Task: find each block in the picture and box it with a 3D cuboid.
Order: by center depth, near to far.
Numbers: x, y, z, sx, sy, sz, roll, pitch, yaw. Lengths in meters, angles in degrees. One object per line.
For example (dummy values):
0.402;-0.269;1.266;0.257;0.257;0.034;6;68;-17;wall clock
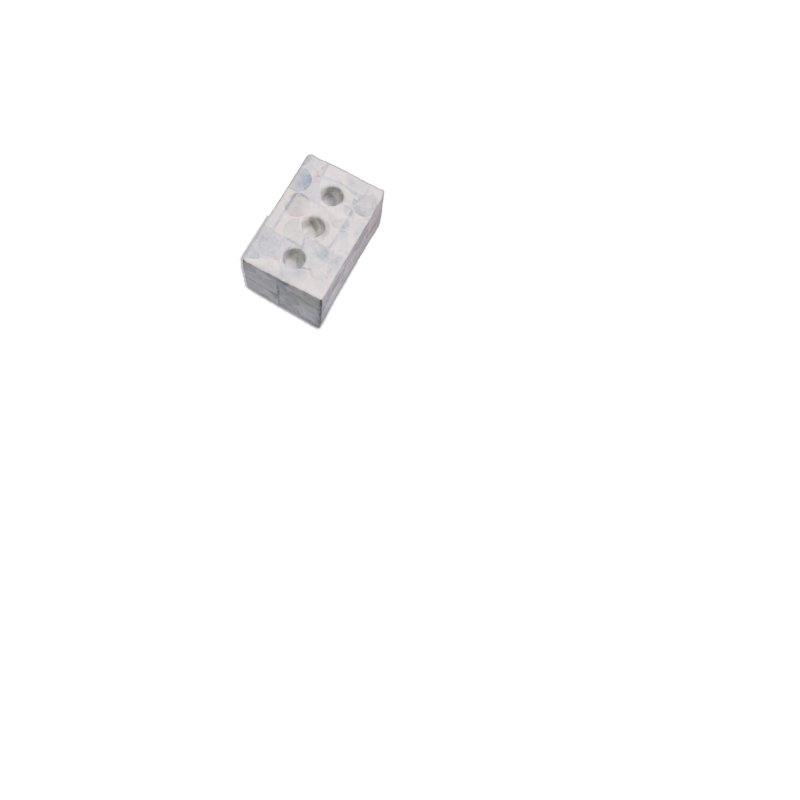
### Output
-0.051;-0.093;0.650;0.054;0.080;0.049;27;-17;6;block
